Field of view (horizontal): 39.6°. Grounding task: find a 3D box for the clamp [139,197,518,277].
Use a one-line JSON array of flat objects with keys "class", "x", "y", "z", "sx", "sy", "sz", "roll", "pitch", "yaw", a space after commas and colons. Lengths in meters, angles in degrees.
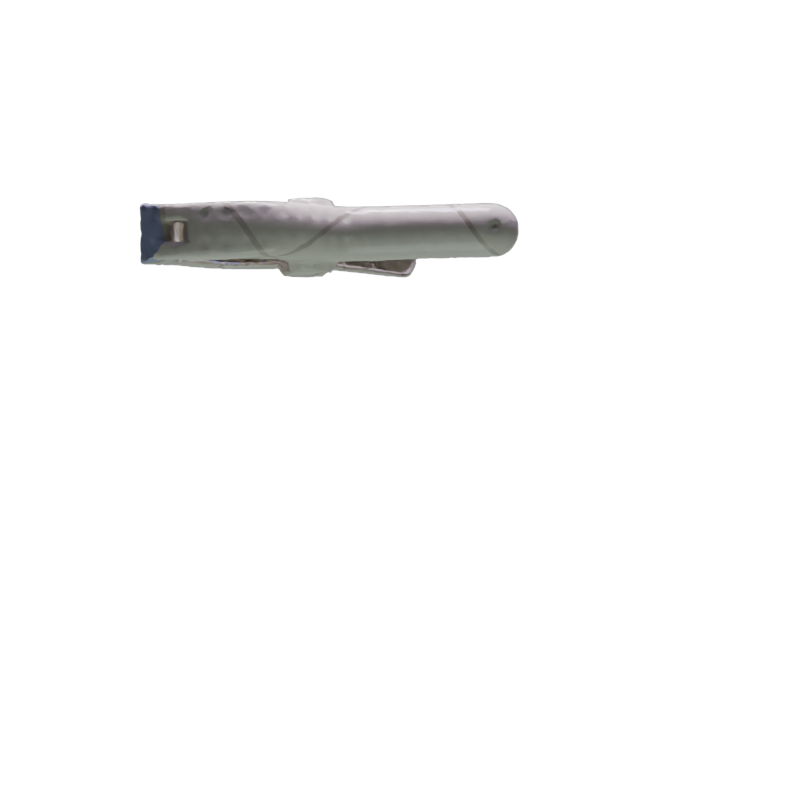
[{"class": "clamp", "x": -0.042, "y": -0.077, "z": 0.542, "sx": 0.168, "sy": 0.040, "sz": 0.119, "roll": 1, "pitch": -7, "yaw": -13}]
